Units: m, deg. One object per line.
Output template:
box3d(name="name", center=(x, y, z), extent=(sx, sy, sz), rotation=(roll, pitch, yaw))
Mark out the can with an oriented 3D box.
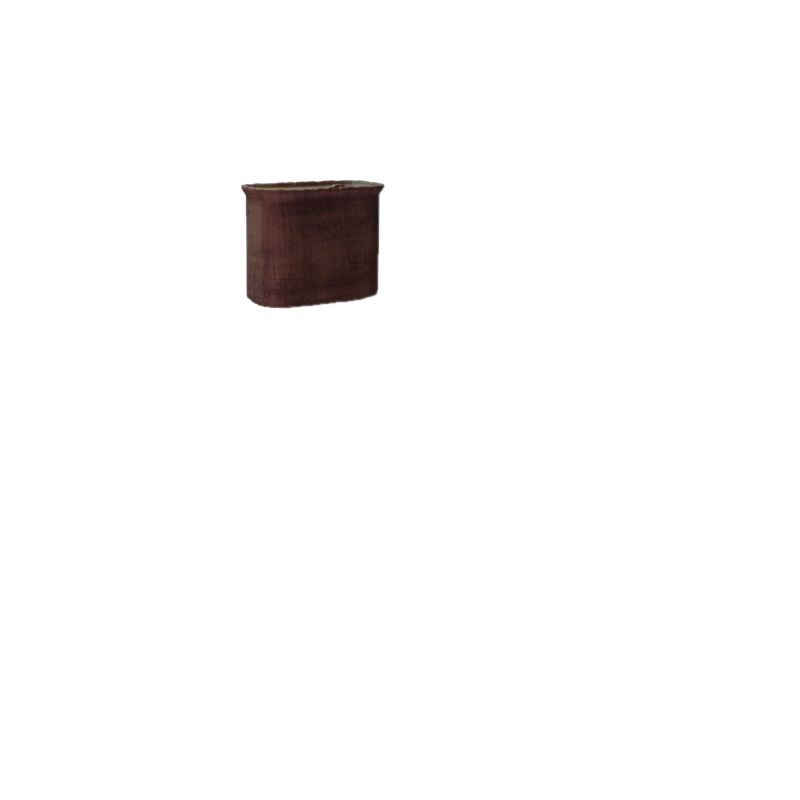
box3d(name="can", center=(-0.063, -0.114, 0.800), extent=(0.099, 0.082, 0.060), rotation=(-7, 13, -31))
